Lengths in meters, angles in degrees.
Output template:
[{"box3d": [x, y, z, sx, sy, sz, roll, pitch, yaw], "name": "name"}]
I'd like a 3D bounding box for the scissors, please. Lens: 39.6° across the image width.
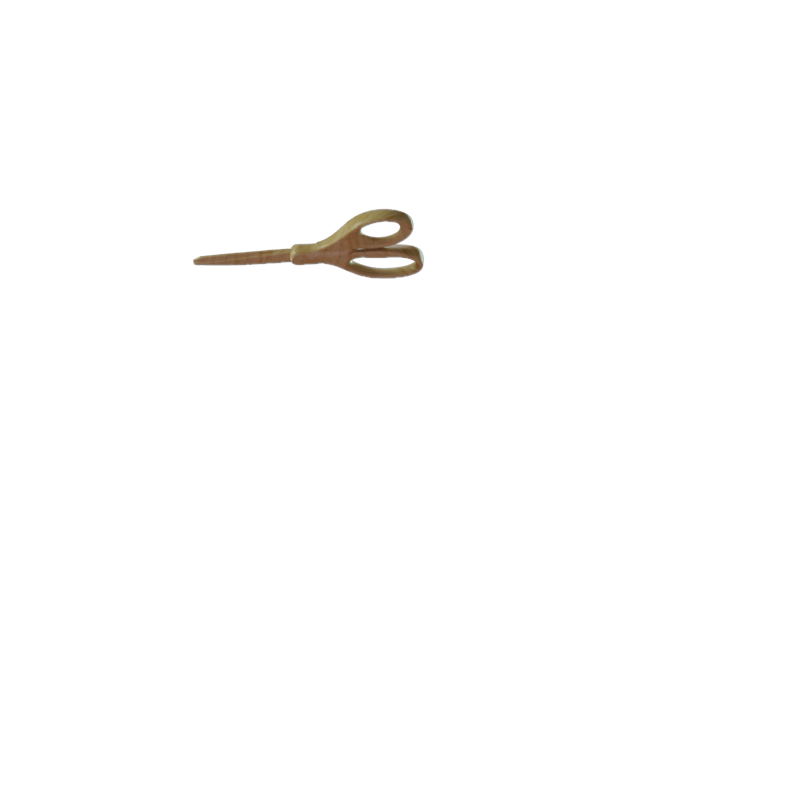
[{"box3d": [-0.075, -0.137, 0.959, 0.199, 0.017, 0.091, 5, -33, -8], "name": "scissors"}]
